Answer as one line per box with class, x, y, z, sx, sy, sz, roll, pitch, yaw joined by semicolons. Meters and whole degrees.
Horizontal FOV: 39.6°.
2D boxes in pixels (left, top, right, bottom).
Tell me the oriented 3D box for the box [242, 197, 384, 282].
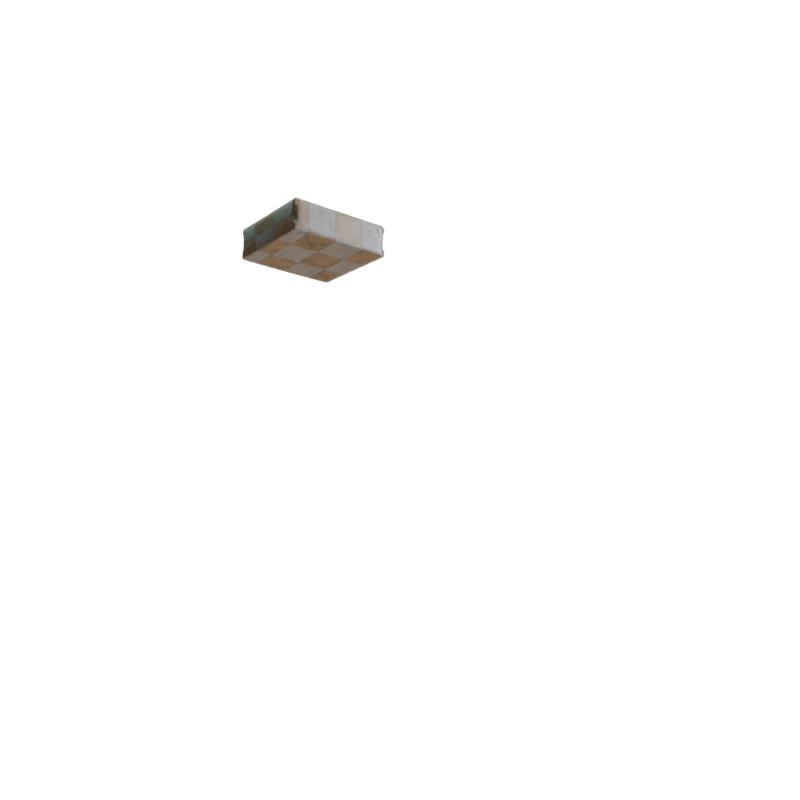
box;-0.068;-0.125;0.876;0.085;0.032;0.073;13;-22;-36
